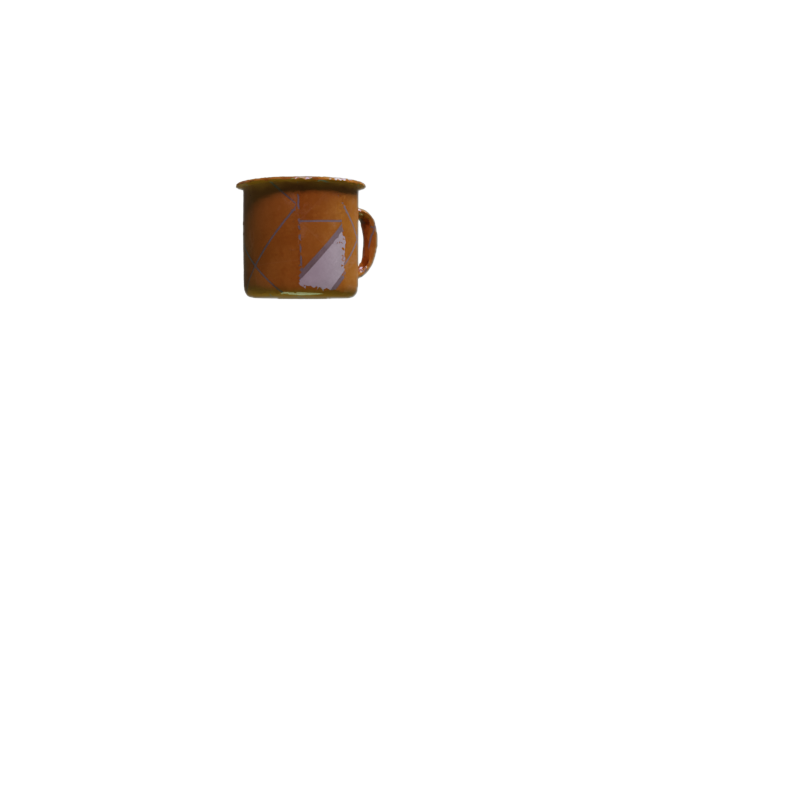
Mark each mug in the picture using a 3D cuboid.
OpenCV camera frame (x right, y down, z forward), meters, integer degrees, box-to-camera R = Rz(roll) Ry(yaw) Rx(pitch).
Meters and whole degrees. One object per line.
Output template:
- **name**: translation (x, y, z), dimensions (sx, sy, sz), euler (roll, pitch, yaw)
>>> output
- **mug**: translation (-0.063, -0.114, 0.799), dimensions (0.112, 0.082, 0.097), euler (-1, 1, -44)
